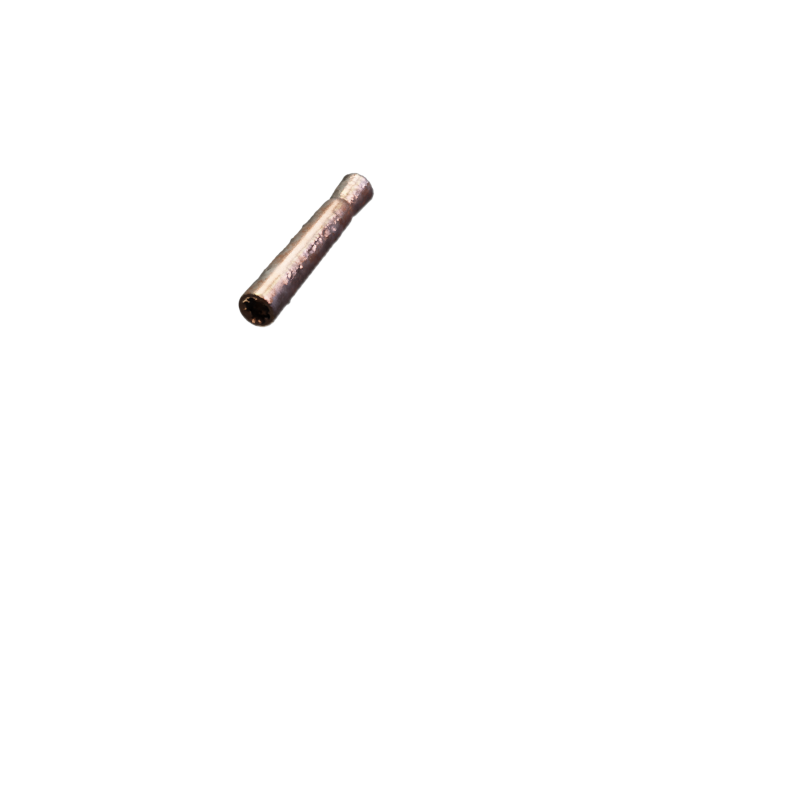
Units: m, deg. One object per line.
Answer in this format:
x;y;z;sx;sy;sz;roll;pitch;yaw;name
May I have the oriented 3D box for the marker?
-0.042;-0.077;0.542;0.020;0.018;0.125;1;37;26;marker
